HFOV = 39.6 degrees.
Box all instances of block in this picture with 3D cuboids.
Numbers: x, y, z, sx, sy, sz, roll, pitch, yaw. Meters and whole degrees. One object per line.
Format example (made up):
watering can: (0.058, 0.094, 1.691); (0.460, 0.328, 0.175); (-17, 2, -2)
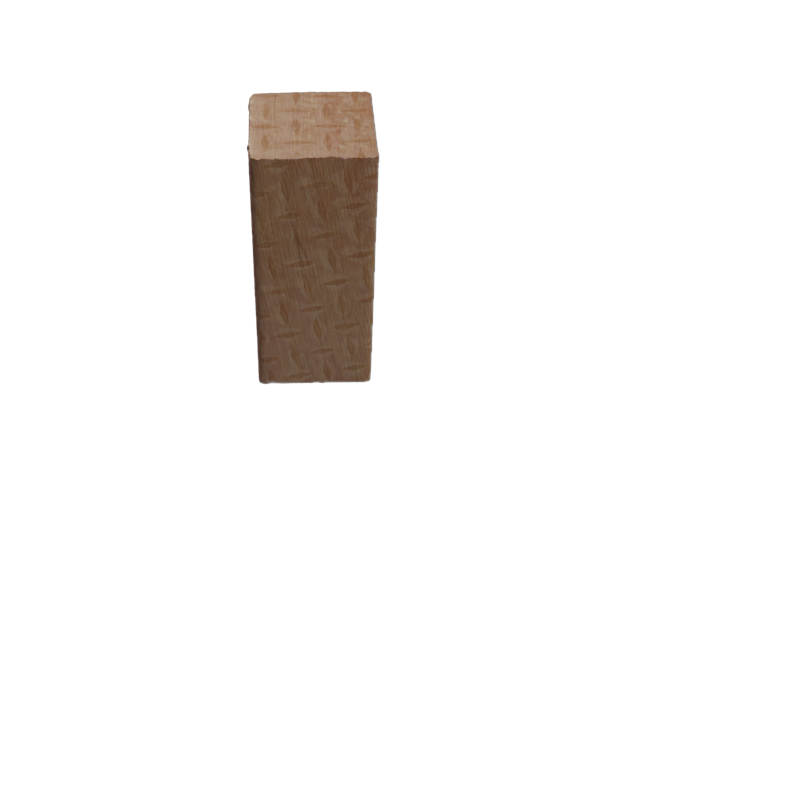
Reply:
block: (-0.065, -0.118, 0.828); (0.090, 0.192, 0.097); (-1, 41, -4)
